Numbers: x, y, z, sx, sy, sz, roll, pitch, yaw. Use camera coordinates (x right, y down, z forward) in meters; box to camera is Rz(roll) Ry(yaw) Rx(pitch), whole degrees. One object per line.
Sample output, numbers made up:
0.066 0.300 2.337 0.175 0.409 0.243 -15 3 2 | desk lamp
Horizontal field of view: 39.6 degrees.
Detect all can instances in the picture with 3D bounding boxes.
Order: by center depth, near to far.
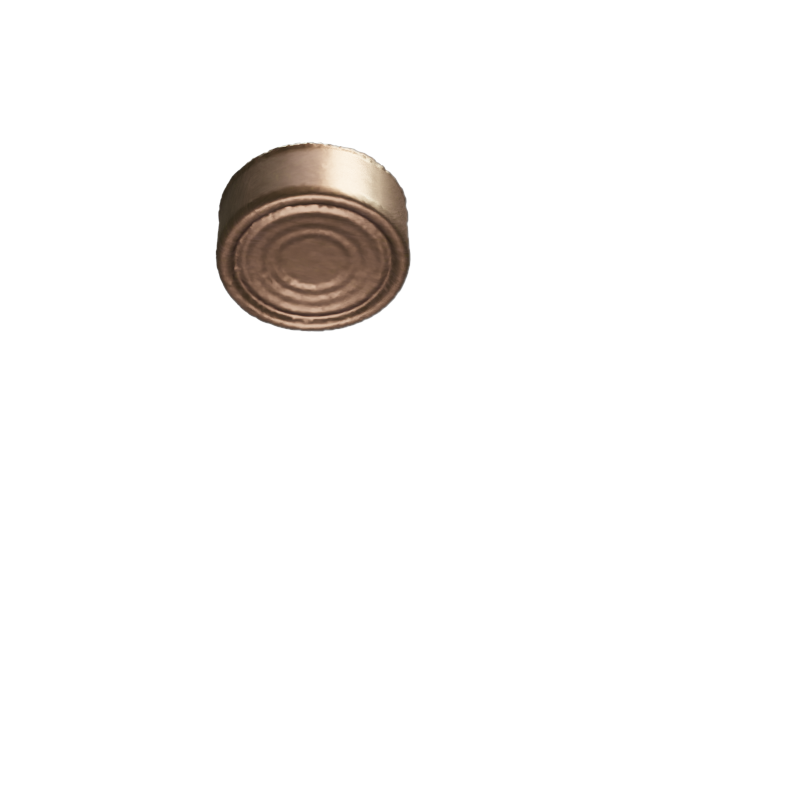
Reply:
-0.038 -0.070 0.489 0.086 0.036 0.080 1 -44 -1 | can
